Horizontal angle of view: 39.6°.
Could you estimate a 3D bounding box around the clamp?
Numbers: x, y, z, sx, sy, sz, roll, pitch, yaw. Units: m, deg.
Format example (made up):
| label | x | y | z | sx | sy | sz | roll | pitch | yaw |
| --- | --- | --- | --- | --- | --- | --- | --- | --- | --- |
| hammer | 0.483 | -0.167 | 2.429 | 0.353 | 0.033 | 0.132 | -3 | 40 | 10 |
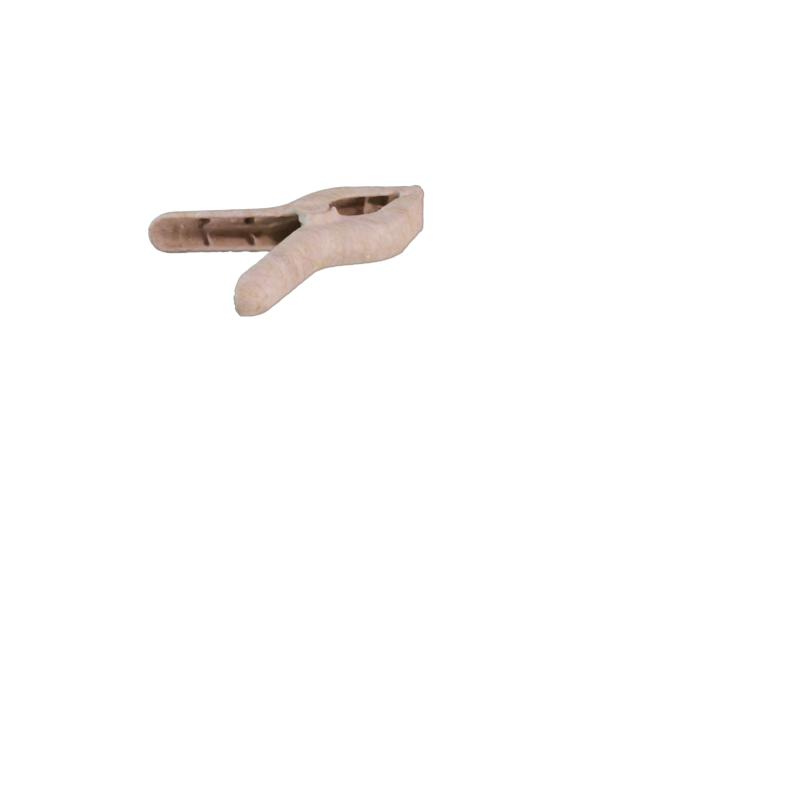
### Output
| label | x | y | z | sx | sy | sz | roll | pitch | yaw |
| --- | --- | --- | --- | --- | --- | --- | --- | --- | --- |
| clamp | -0.051 | -0.093 | 0.654 | 0.169 | 0.037 | 0.130 | -16 | 39 | -21 |
